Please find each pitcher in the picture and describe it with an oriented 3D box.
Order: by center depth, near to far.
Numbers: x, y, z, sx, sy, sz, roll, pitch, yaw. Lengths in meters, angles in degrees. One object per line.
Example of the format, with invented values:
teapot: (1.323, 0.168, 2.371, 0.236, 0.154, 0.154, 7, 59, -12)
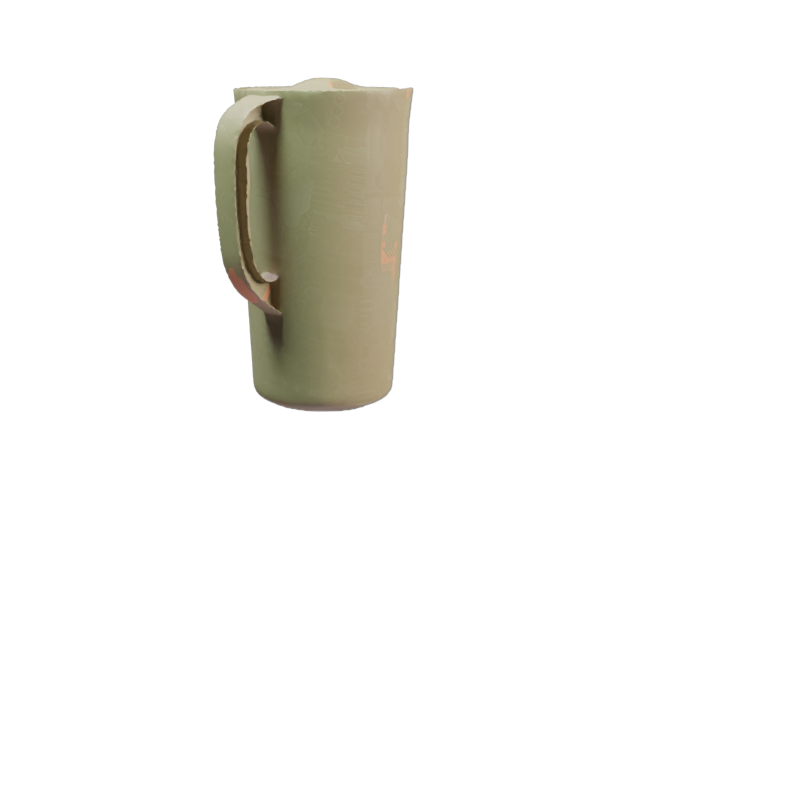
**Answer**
pitcher: (-0.065, -0.119, 0.831, 0.148, 0.237, 0.150, -1, 11, -8)
